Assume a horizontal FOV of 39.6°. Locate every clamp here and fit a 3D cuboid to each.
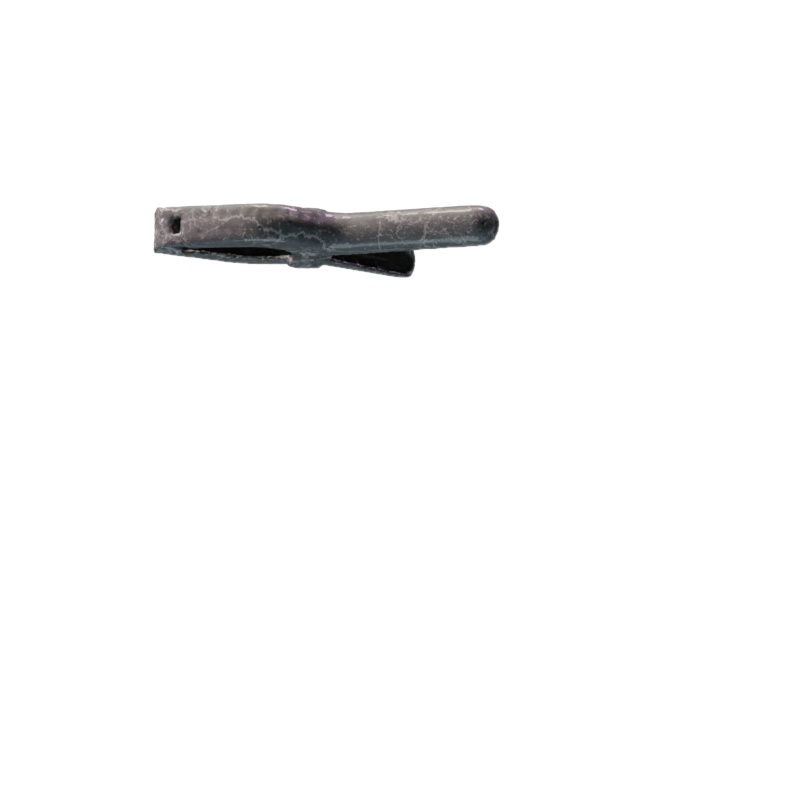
[{"bbox_3d":[-0.058,-0.105,0.739,0.207,0.037,0.164,1,-4,-9],"label":"clamp"}]
